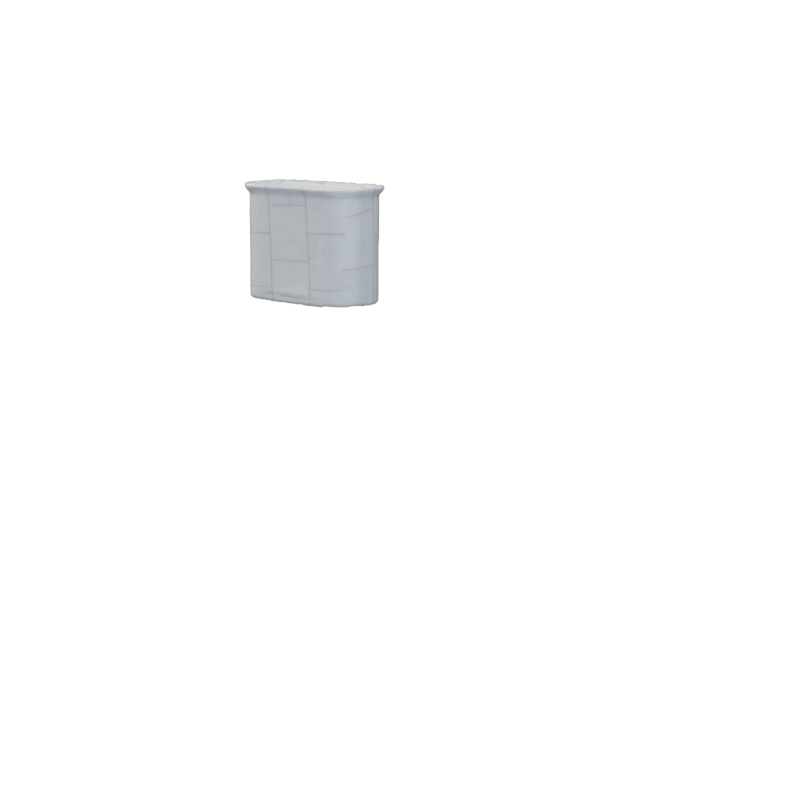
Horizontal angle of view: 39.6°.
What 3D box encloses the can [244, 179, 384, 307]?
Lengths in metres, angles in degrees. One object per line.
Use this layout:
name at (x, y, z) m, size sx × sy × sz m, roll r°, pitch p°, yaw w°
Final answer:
can at (-0.062, -0.113, 0.794) m, size 0.107 × 0.082 × 0.056 m, roll 9°, pitch 13°, yaw 36°
